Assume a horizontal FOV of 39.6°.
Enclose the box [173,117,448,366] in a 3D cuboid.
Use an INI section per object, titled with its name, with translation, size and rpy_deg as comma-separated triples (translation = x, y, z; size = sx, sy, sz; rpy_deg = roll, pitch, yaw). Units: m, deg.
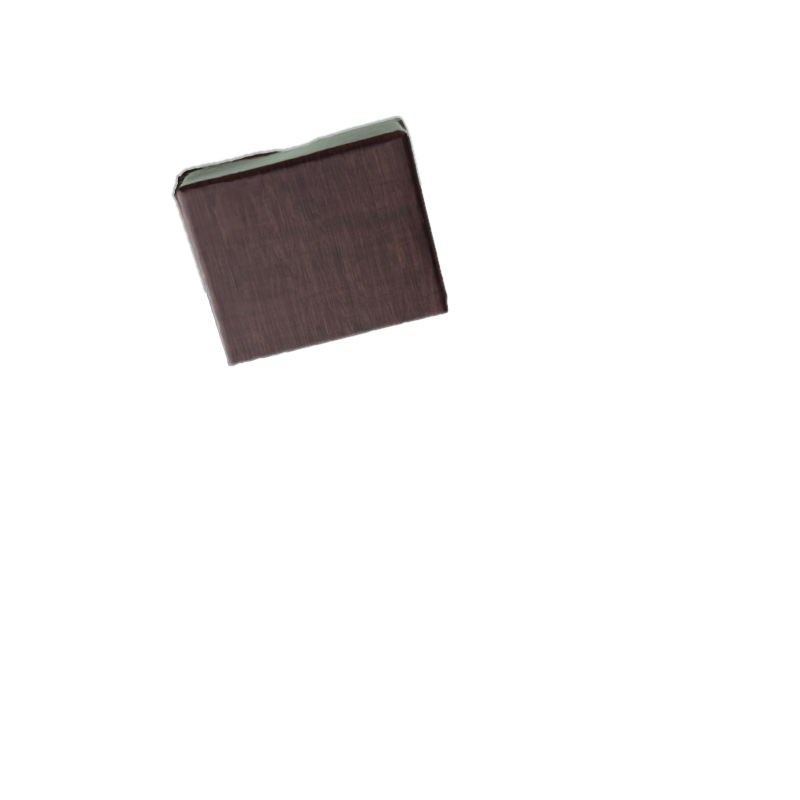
[box]
translation = -0.033, -0.060, 0.421
size = 0.089, 0.070, 0.032
rpy_deg = -13, 20, 4
